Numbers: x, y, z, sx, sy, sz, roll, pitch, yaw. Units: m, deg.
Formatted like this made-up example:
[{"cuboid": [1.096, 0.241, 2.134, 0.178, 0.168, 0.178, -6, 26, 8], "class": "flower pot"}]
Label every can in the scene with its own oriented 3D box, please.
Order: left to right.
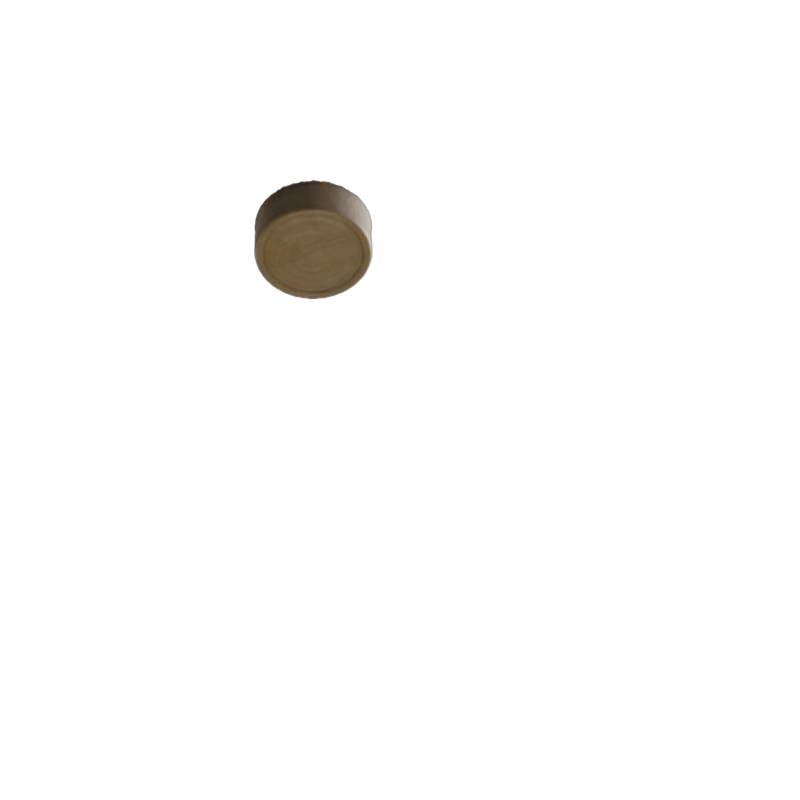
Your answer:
[{"cuboid": [-0.062, -0.114, 0.796, 0.086, 0.080, 0.036, 1, 43, -1], "class": "can"}]
